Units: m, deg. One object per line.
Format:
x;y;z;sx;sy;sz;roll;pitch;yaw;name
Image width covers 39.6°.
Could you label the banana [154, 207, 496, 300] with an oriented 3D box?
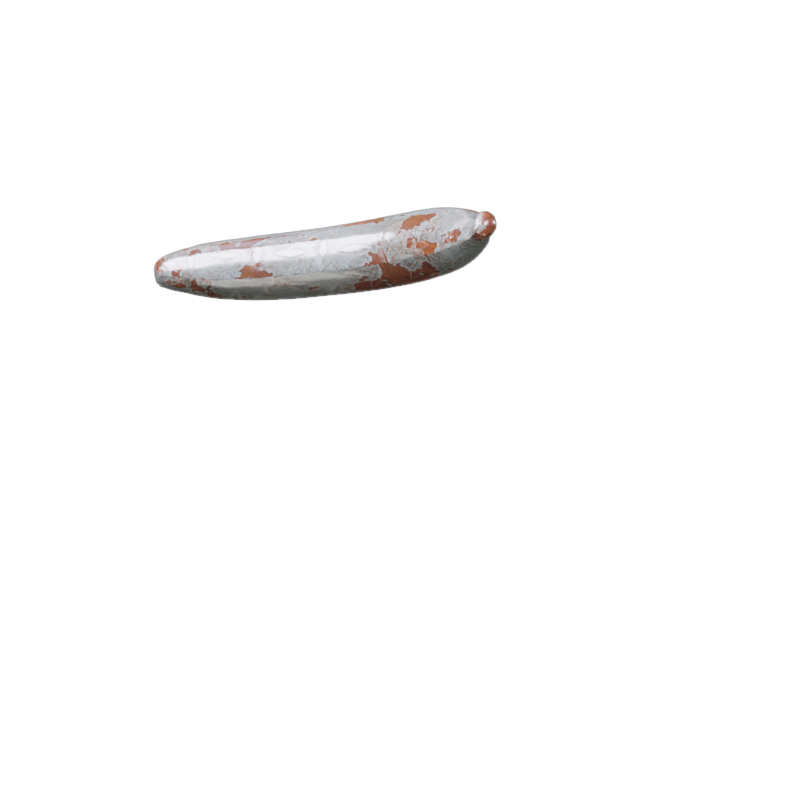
-0.034;-0.079;0.590;0.202;0.038;0.065;-6;-16;26;banana
